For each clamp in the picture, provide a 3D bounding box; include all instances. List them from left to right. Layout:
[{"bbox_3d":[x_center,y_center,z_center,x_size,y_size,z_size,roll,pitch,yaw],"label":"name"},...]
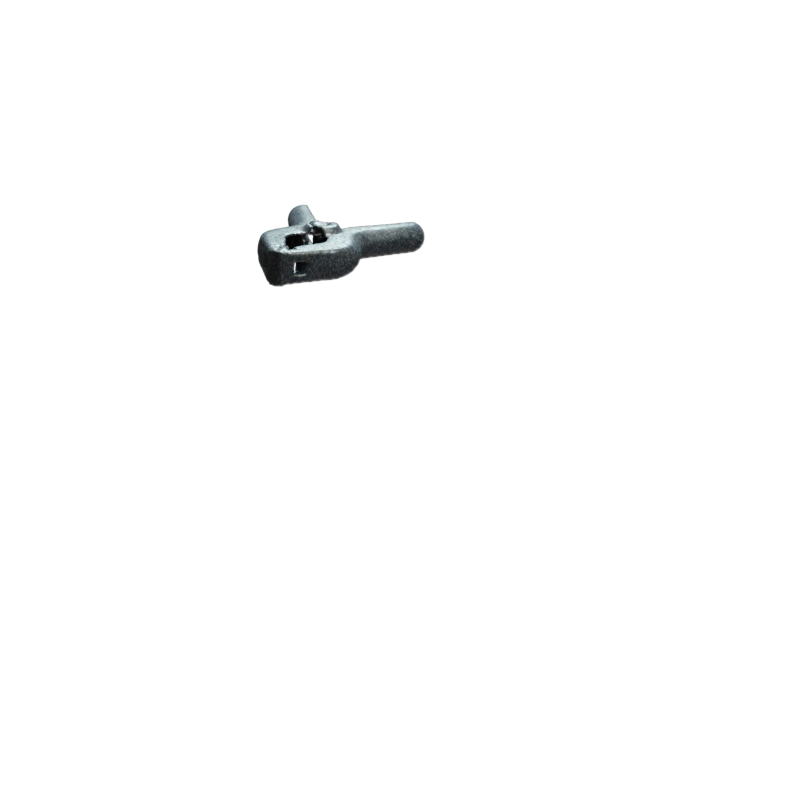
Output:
[{"bbox_3d":[-0.069,-0.126,0.880,0.125,0.038,0.170,9,19,29],"label":"clamp"}]
